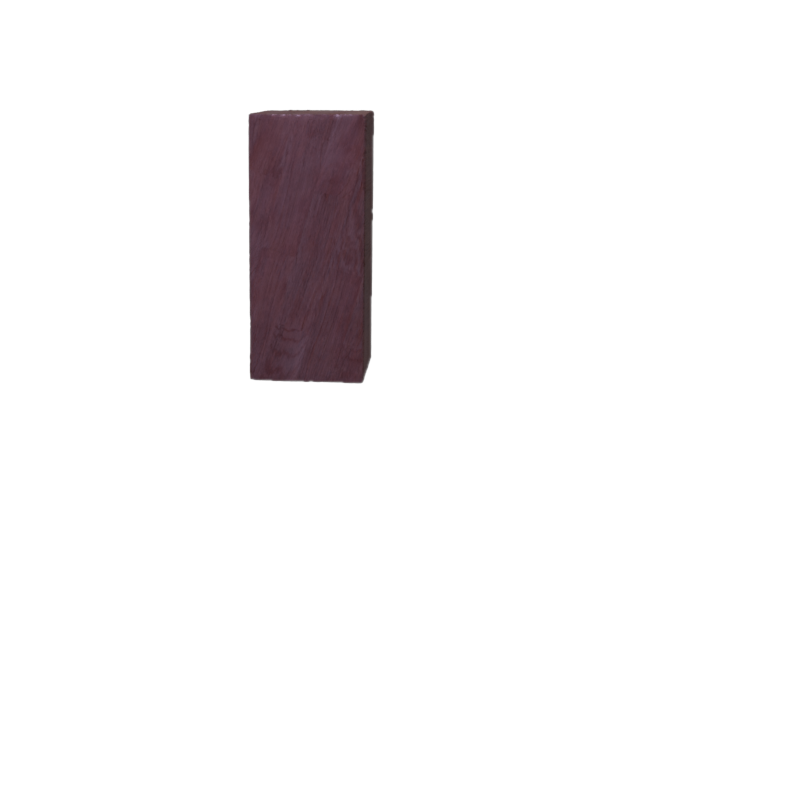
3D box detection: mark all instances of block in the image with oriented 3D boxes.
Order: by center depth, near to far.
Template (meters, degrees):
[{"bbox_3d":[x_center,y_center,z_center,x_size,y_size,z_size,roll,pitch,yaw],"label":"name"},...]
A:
[{"bbox_3d":[-0.068,-0.126,0.881,0.091,0.202,0.092,1,10,5],"label":"block"}]
